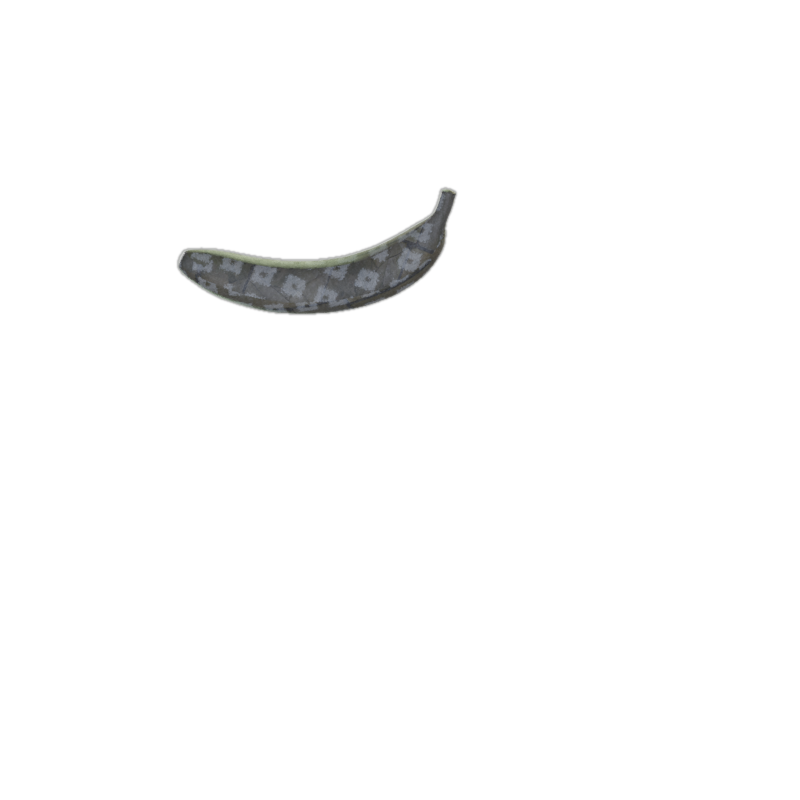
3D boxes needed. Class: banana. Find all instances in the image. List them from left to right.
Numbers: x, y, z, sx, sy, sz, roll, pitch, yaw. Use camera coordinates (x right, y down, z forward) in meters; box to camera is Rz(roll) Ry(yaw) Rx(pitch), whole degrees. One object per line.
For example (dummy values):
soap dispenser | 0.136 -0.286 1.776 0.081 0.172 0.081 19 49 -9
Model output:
banana | -0.052 -0.094 0.773 0.198 0.068 0.038 -14 10 2
